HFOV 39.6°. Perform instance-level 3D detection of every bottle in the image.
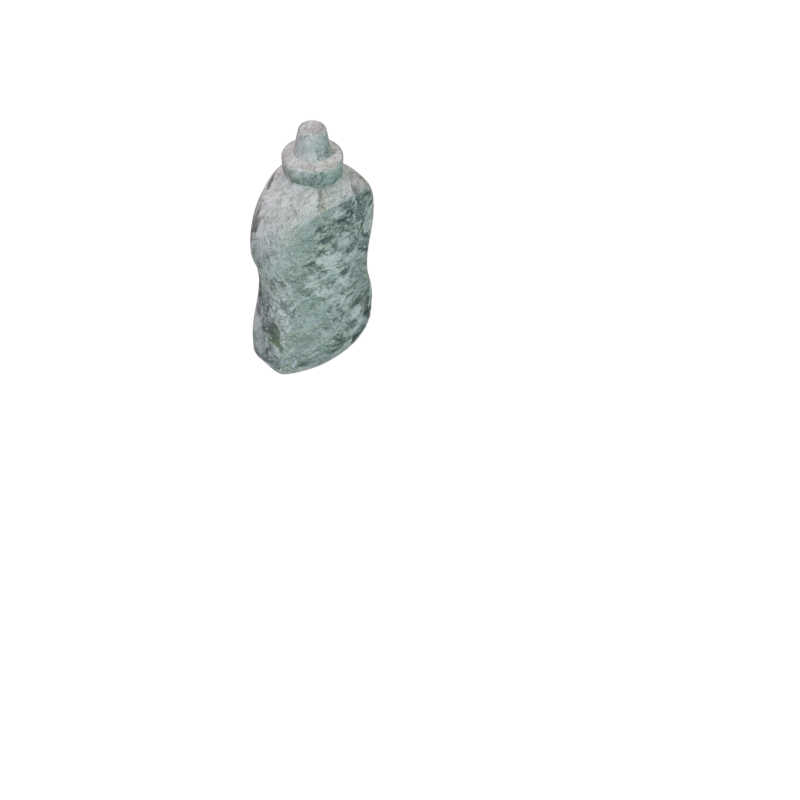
[{"bbox_3d":[-0.061,-0.111,0.775,0.096,0.179,0.062,-31,54,-30],"label":"bottle"}]
